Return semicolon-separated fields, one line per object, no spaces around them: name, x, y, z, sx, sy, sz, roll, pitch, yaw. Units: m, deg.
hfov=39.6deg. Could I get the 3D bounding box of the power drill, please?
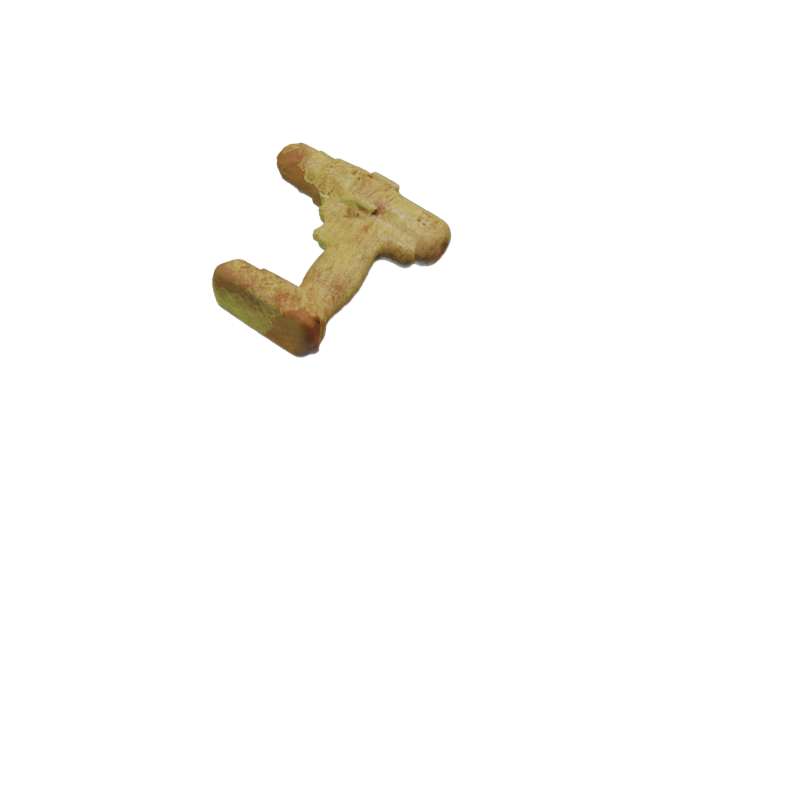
power drill;-0.076;-0.138;0.967;0.194;0.191;0.053;31;-32;22
